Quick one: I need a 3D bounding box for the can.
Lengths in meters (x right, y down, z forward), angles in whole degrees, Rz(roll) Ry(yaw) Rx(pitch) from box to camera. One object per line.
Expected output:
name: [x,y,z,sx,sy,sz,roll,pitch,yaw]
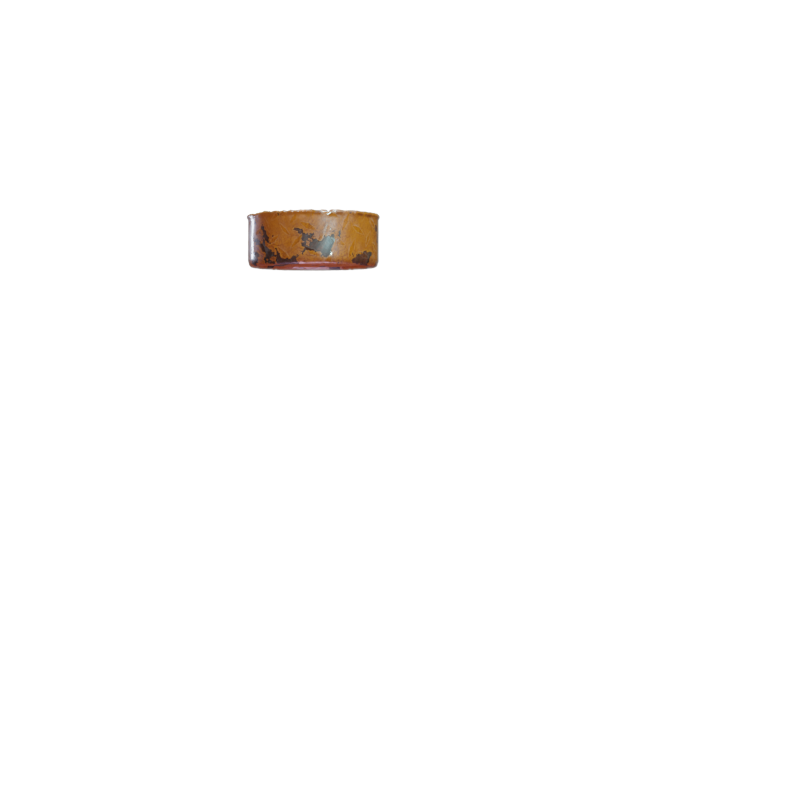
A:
can: [-0.056,-0.102,0.716,0.086,0.034,0.086,0,2,-2]
